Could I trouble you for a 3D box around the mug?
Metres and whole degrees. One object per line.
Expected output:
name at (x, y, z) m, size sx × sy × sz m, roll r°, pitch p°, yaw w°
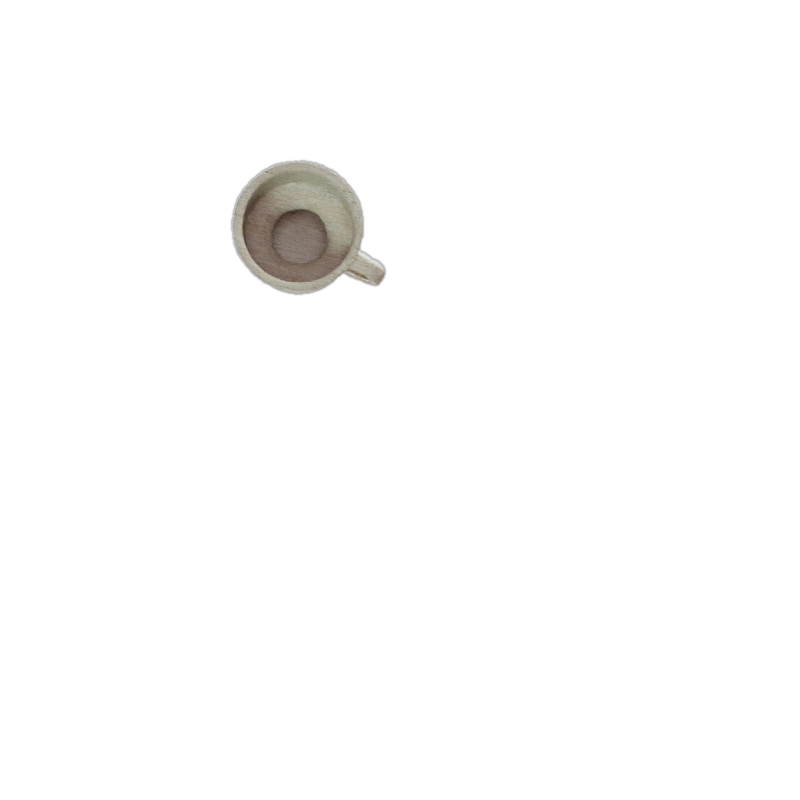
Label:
mug at (-0.064, -0.117, 0.820) m, size 0.118 × 0.094 × 0.080 m, roll 25°, pitch -6°, yaw 1°
